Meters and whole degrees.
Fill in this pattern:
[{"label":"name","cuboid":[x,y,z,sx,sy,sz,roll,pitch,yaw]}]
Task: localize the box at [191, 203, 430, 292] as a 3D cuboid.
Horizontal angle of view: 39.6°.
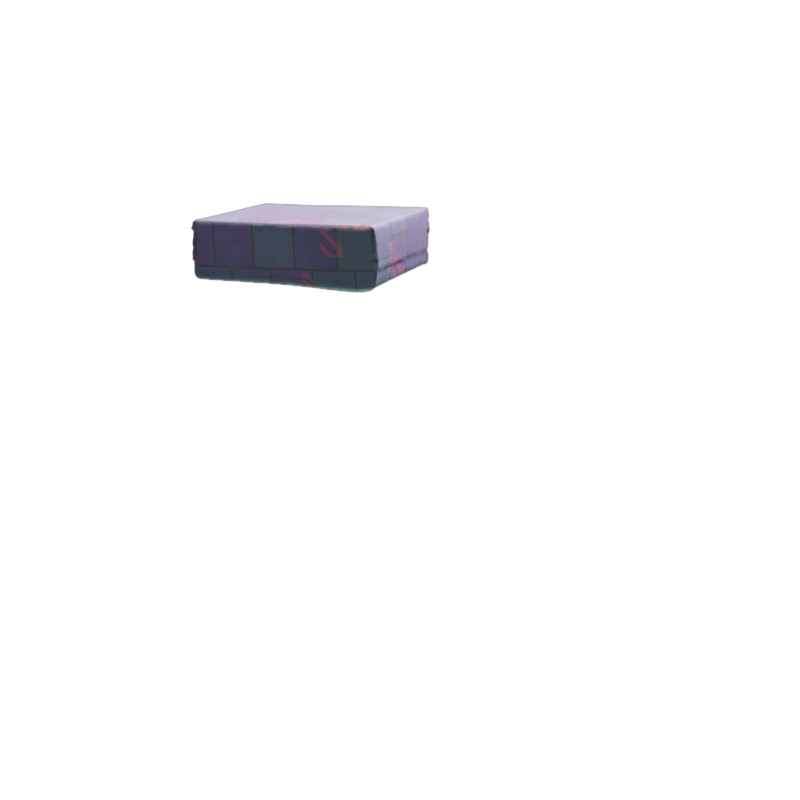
[{"label":"box","cuboid":[-0.050,-0.091,0.640,0.117,0.038,0.090,7,18,22]}]
